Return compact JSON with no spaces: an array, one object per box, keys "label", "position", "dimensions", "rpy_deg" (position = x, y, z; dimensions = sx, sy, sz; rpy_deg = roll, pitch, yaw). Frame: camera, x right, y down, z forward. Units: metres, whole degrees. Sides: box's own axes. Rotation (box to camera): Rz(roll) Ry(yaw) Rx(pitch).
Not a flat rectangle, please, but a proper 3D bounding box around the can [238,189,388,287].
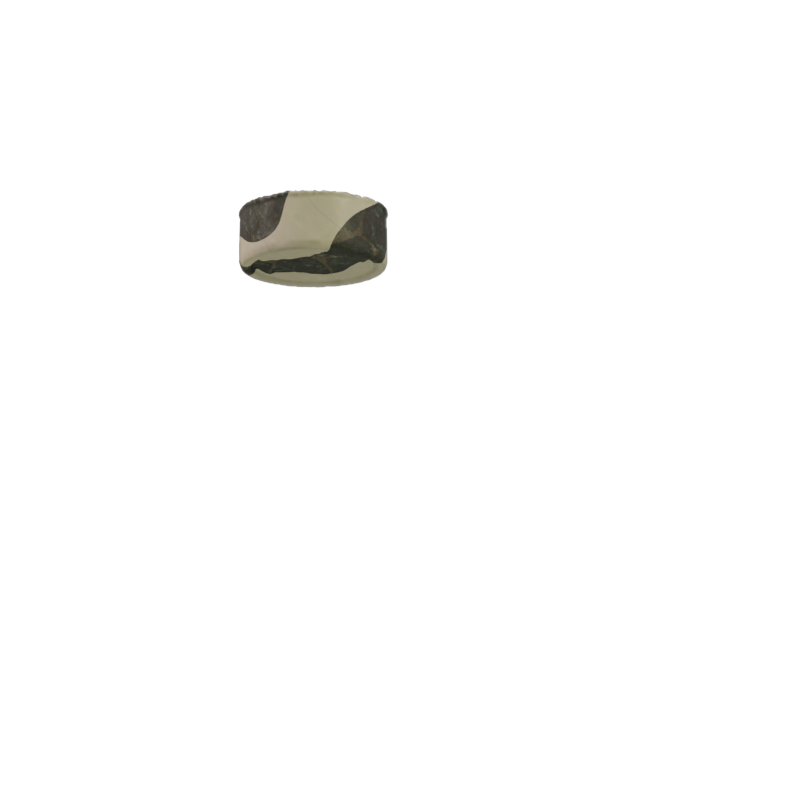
[{"label":"can","position":[-0.050,-0.091,0.634],"dimensions":[0.086,0.035,0.083],"rpy_deg":[0,-10,-2]}]
